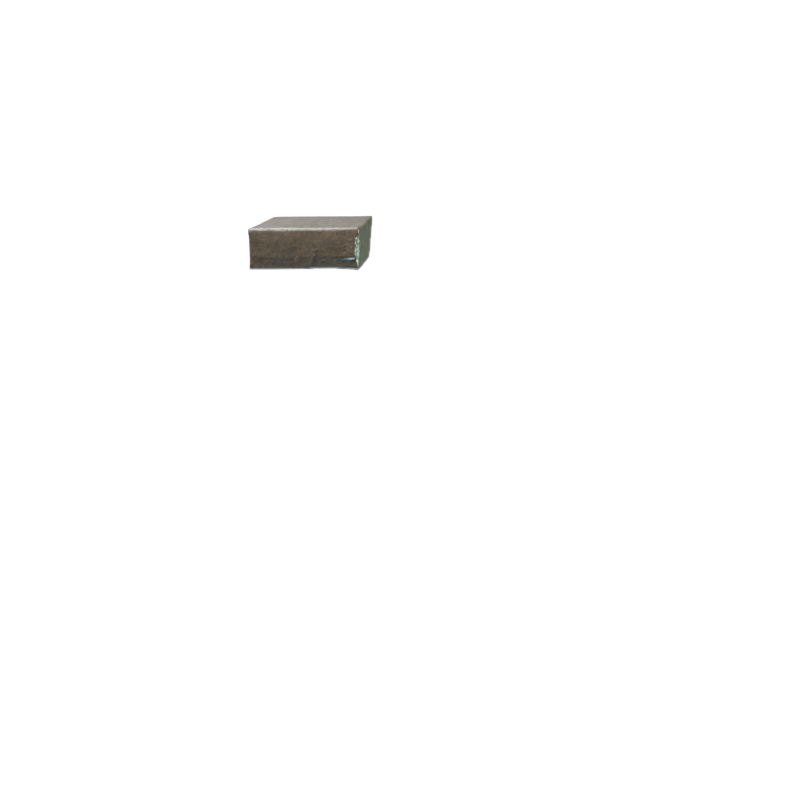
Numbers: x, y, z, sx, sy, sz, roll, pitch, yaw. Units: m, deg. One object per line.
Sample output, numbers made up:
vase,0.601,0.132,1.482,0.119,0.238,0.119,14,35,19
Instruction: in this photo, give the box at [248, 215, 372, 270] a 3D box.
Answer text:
box,-0.072,-0.132,0.927,0.091,0.038,0.115,1,11,6
